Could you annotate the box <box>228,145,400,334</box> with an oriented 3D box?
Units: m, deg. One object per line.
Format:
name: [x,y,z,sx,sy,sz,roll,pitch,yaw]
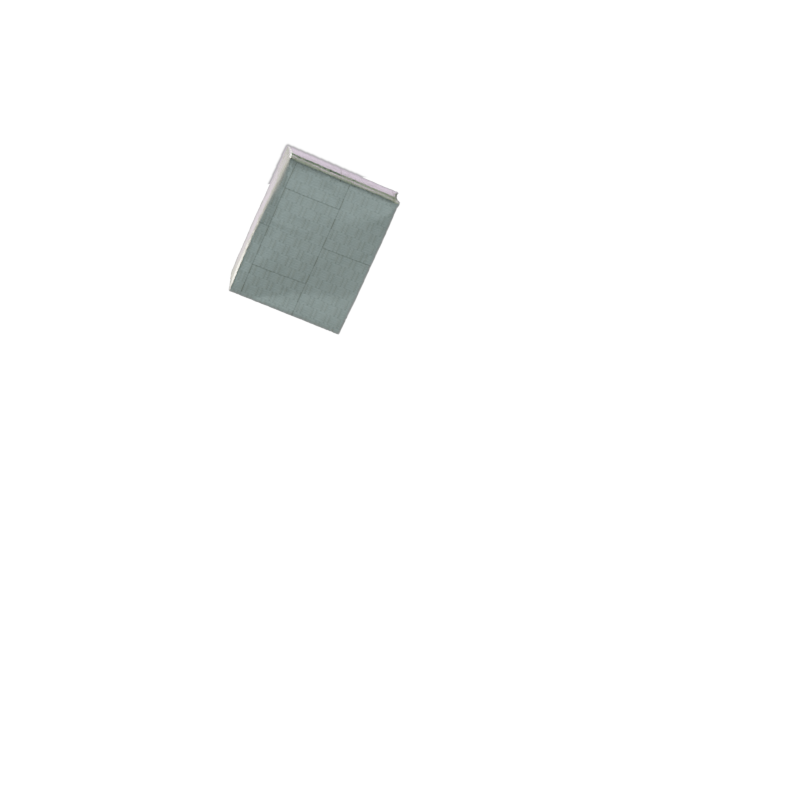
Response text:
box: [-0.063,-0.115,0.807,0.088,0.110,0.041,23,20,-10]
